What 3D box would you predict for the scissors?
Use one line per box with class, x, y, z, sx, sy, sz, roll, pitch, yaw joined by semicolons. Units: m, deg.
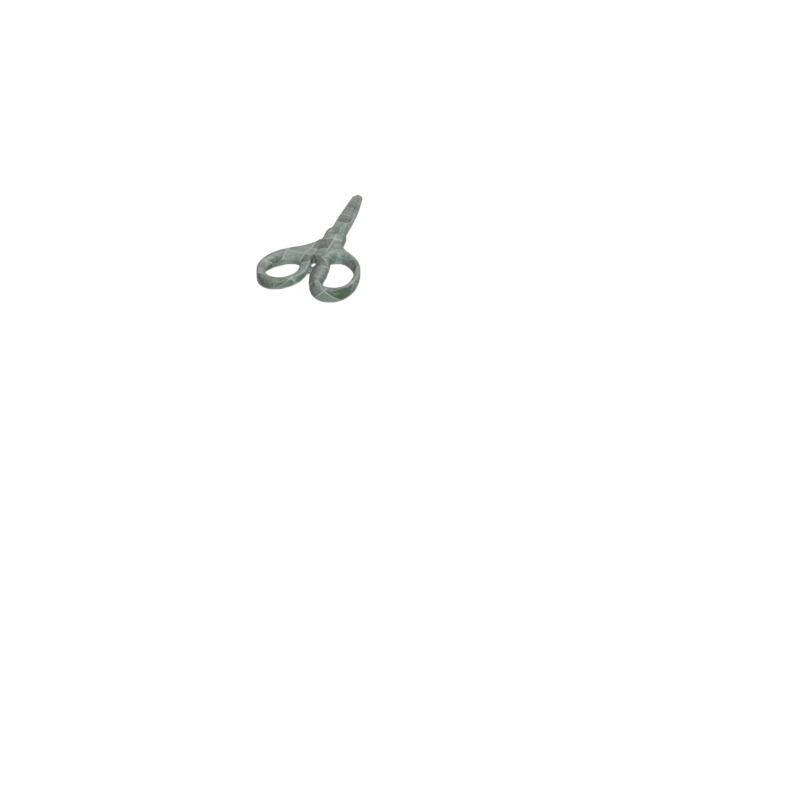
scissors;-0.077;-0.140;0.981;0.096;0.015;0.215;-2;32;-3
